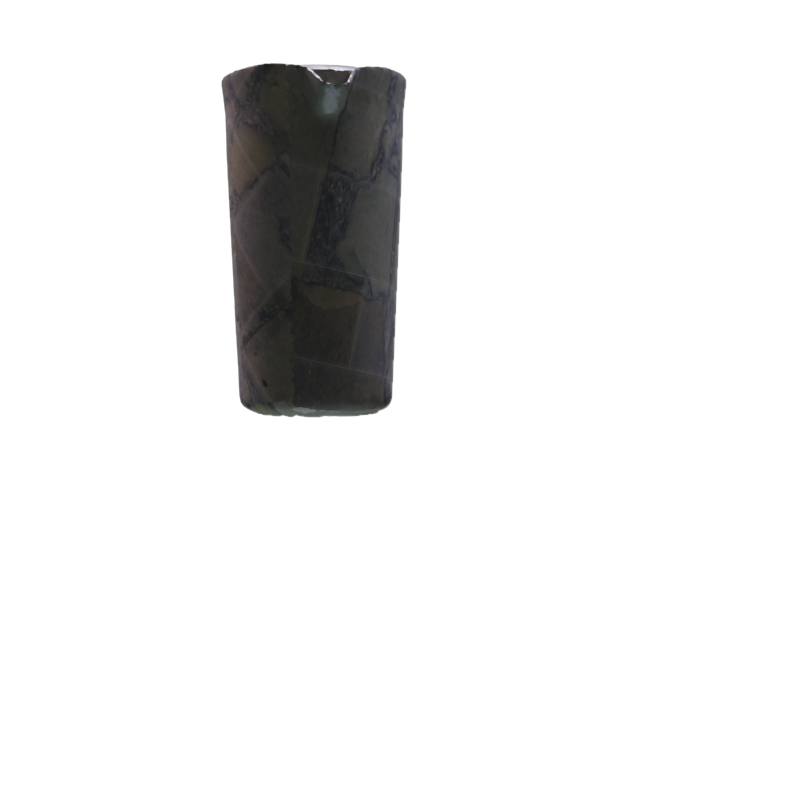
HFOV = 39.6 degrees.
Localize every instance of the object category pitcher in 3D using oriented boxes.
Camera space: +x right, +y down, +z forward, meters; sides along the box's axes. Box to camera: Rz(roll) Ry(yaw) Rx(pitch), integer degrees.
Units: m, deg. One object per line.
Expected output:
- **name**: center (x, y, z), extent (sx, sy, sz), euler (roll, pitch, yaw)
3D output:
- **pitcher**: center (-0.063, -0.114, 0.801), extent (0.150, 0.245, 0.143), euler (-2, -3, 32)
